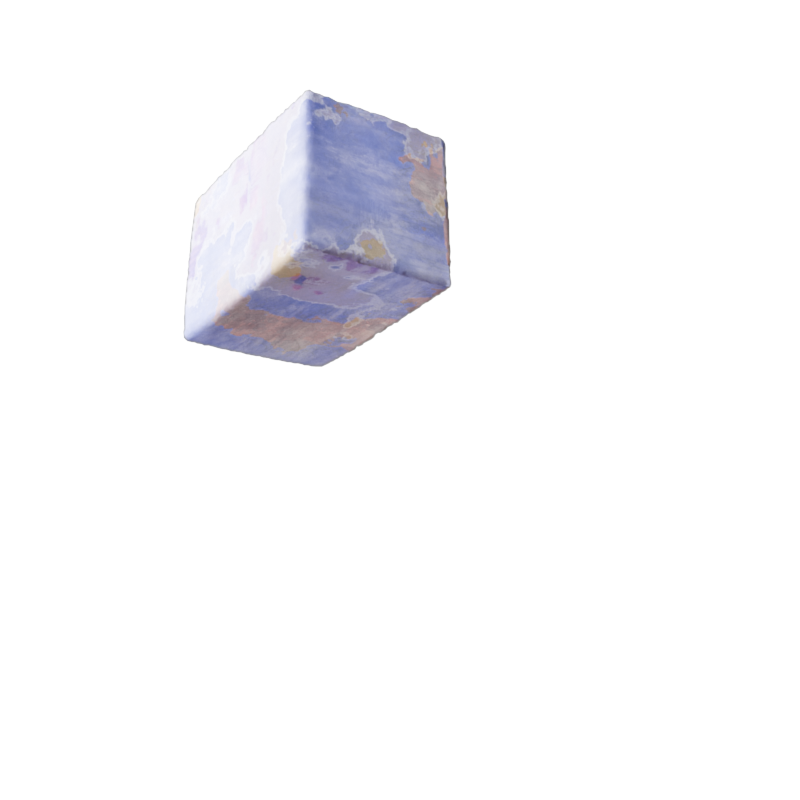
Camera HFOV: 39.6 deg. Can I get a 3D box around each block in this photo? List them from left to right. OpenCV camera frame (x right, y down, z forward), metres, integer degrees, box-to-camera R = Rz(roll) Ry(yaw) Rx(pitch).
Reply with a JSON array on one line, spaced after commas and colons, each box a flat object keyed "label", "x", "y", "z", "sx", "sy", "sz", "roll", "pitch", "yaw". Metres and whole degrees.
[{"label": "block", "x": -0.027, "y": -0.050, "z": 0.348, "sx": 0.050, "sy": 0.054, "sz": 0.077, "roll": 15, "pitch": -28, "yaw": -31}]
